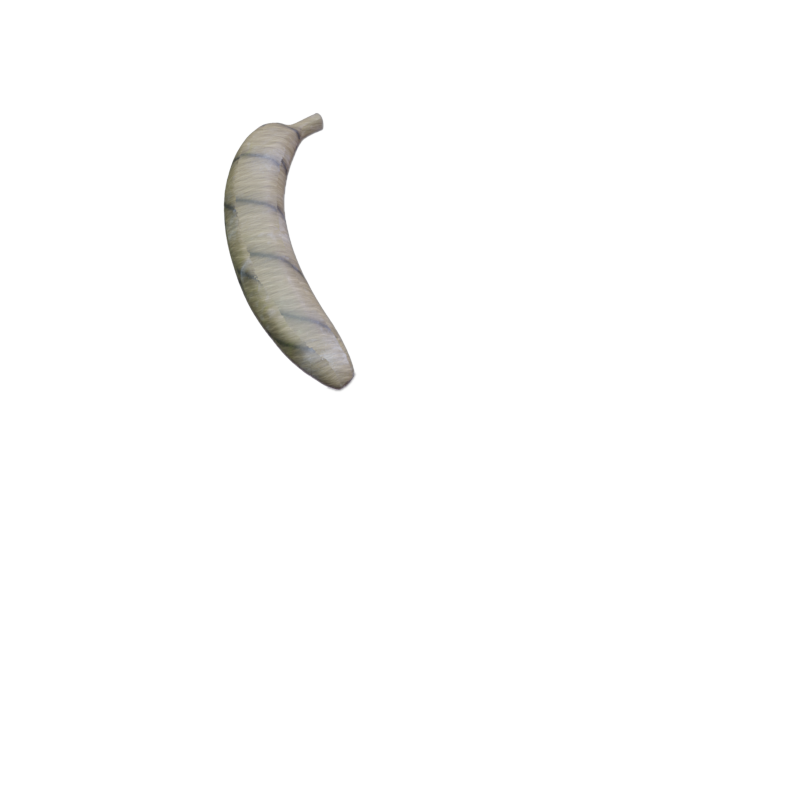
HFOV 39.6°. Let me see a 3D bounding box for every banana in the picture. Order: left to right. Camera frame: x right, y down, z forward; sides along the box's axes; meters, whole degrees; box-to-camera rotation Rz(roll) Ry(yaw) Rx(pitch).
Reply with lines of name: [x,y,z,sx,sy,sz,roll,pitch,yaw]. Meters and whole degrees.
banana: [-0.072,-0.099,0.676,0.069,0.211,0.035,-6,-27,-4]
